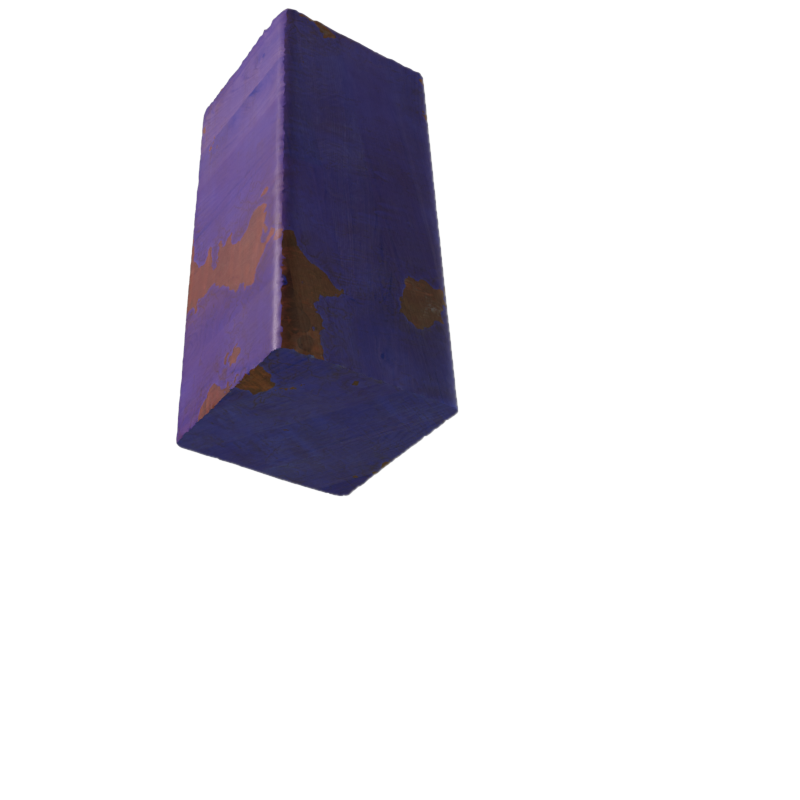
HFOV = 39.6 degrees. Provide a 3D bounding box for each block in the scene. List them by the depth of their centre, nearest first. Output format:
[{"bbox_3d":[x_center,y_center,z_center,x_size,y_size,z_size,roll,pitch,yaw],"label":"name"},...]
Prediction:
[{"bbox_3d":[-0.042,-0.075,0.528,0.086,0.221,0.089,21,-43,-28],"label":"block"}]
